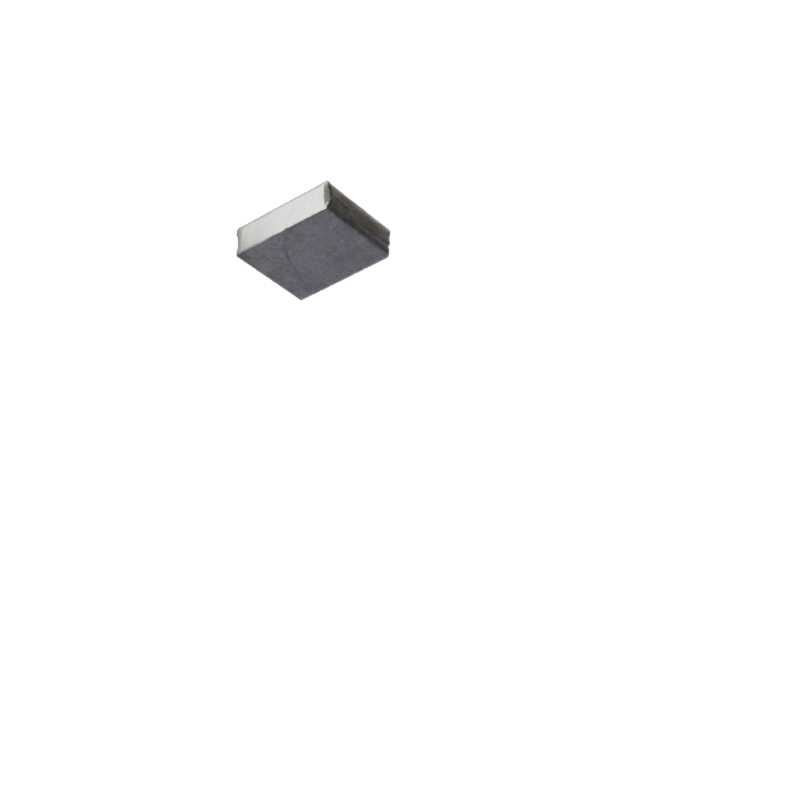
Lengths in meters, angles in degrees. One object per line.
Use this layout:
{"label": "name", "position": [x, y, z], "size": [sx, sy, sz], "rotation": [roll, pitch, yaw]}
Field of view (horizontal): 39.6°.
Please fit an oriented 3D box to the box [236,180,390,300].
{"label": "box", "position": [-0.063, -0.116, 0.810], "size": [0.089, 0.032, 0.068], "rotation": [-24, -40, 31]}
